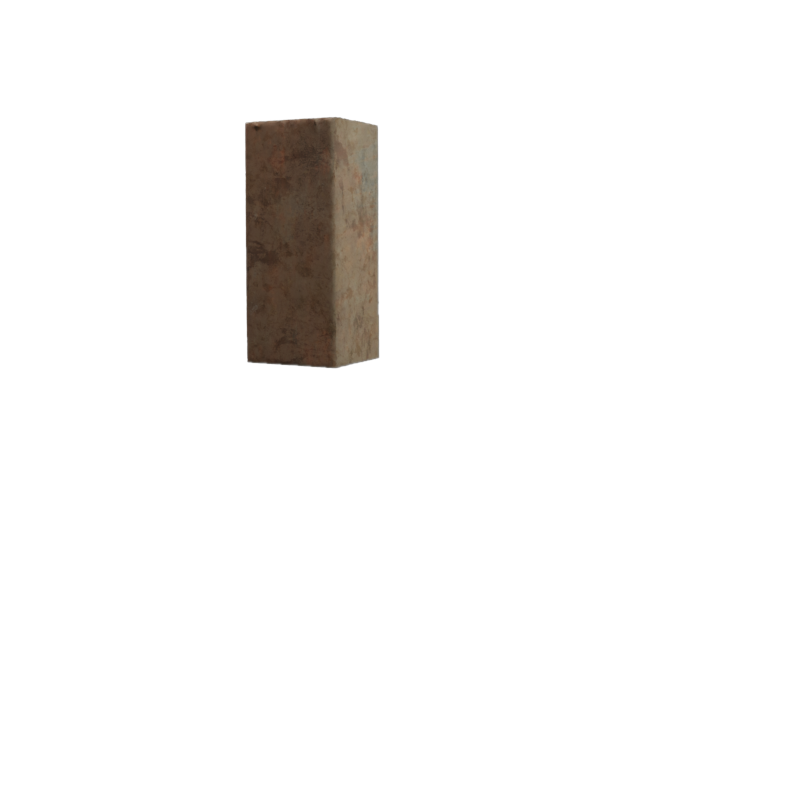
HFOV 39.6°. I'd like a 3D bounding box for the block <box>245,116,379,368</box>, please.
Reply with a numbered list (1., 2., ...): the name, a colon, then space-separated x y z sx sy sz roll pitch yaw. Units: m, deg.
1. block: -0.076 -0.138 0.964 0.094 0.206 0.088 1 2 26
